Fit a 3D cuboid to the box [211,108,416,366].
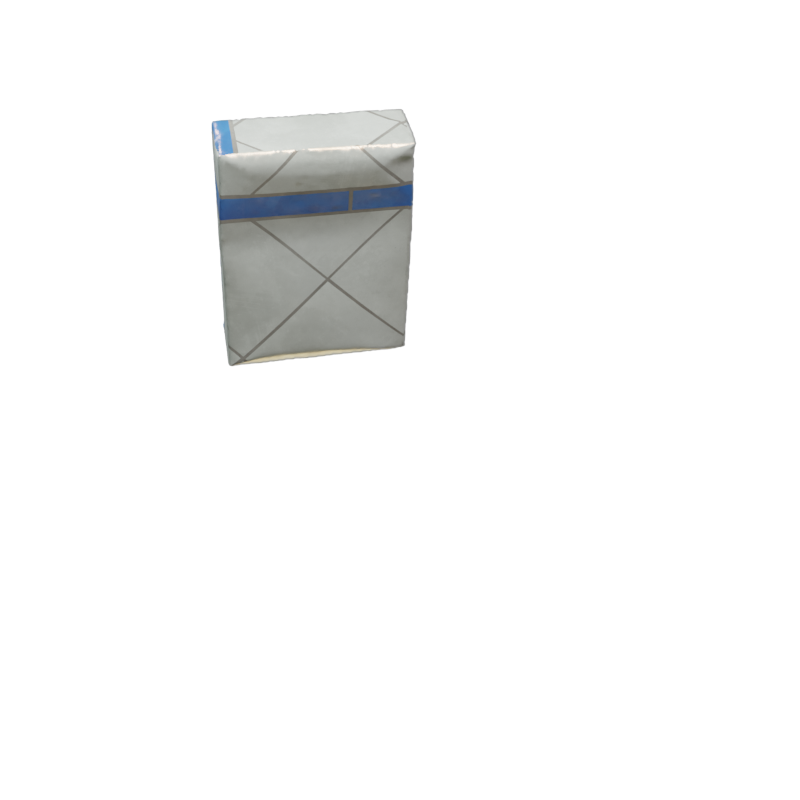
[{"bbox_3d":[-0.075,-0.137,0.957,0.163,0.200,0.077,-5,37,-9],"label":"box"}]
